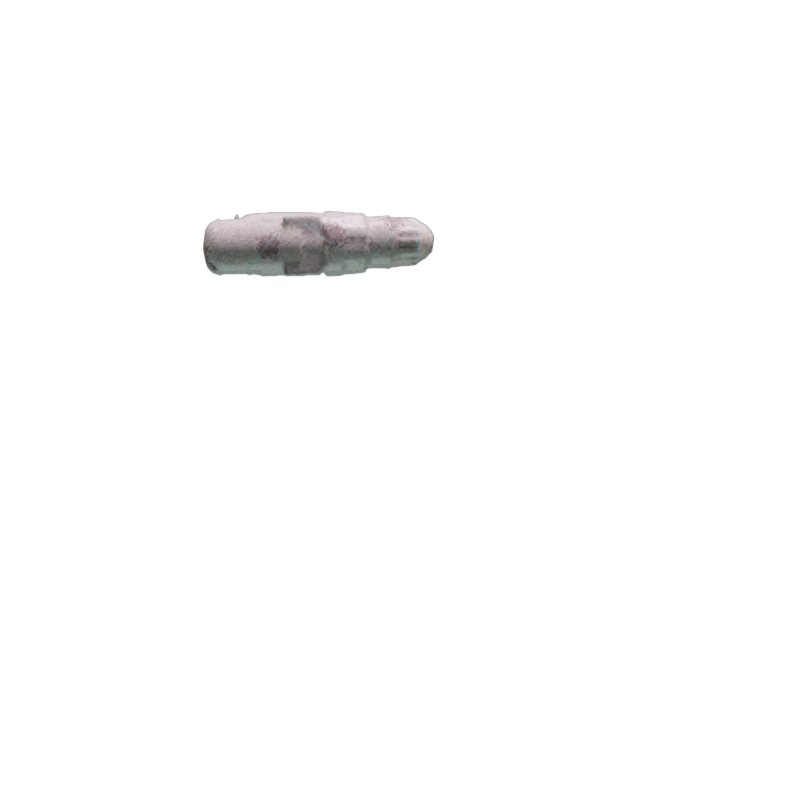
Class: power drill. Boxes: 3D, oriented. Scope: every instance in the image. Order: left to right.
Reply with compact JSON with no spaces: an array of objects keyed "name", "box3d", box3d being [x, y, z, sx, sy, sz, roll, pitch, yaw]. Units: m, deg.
[{"name":"power drill","box3d":[-0.075,-0.136,0.954,0.183,0.057,0.190,-1,7,-6]}]
